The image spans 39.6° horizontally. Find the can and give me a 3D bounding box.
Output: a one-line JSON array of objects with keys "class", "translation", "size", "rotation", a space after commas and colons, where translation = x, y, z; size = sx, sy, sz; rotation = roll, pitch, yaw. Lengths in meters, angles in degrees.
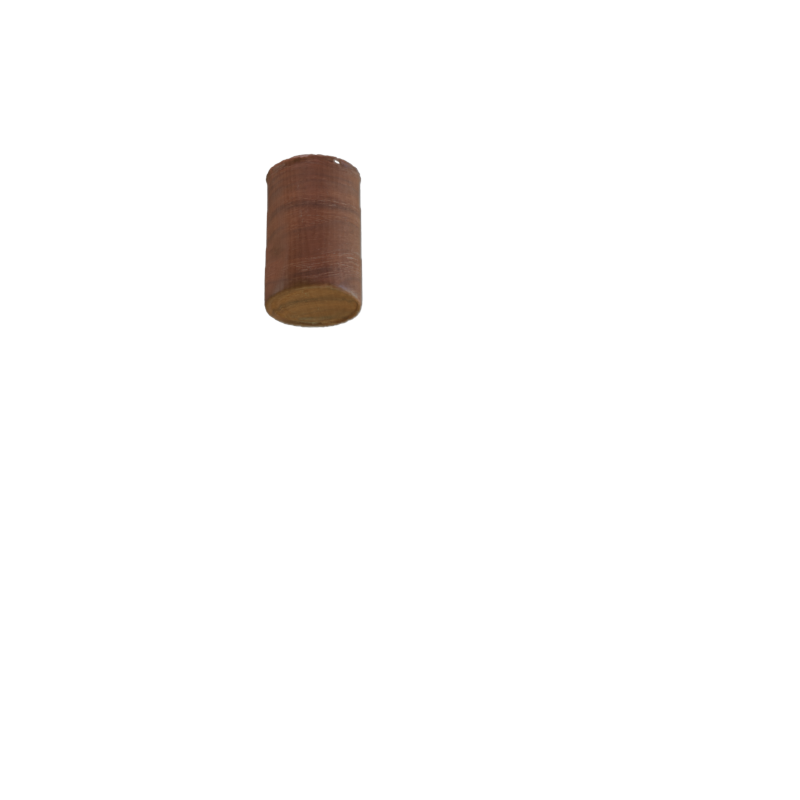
[{"class": "can", "translation": [-0.060, -0.109, 0.766], "size": [0.068, 0.108, 0.065], "rotation": [0, -25, -2]}]
